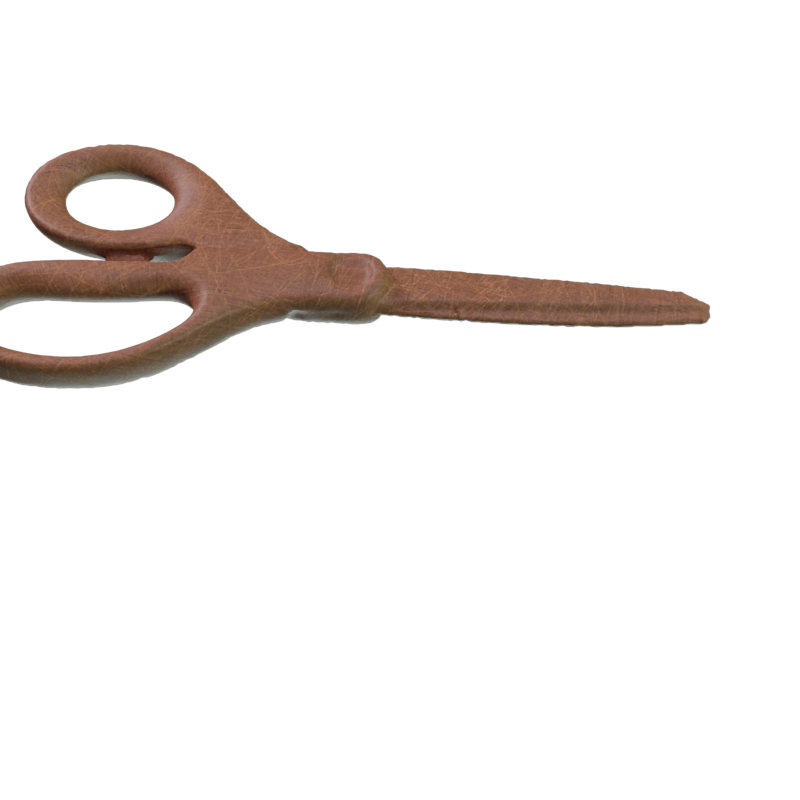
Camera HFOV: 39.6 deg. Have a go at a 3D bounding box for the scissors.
[{"bbox_3d":[-0.025,-0.046,0.319,0.200,0.104,0.015,-9,-40,-7],"label":"scissors"}]
